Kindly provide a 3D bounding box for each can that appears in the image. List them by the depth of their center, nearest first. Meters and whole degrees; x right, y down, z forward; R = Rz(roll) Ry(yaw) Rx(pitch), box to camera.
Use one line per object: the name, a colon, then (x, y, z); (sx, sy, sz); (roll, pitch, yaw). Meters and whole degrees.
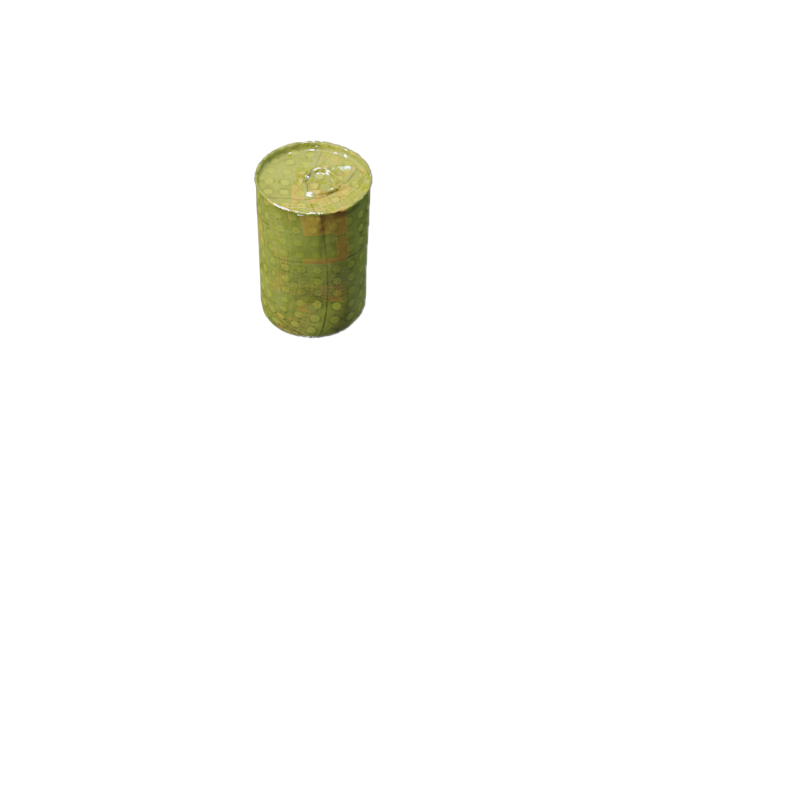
can: (-0.052, -0.096, 0.670); (0.068, 0.074, 0.095); (0, -45, -3)
